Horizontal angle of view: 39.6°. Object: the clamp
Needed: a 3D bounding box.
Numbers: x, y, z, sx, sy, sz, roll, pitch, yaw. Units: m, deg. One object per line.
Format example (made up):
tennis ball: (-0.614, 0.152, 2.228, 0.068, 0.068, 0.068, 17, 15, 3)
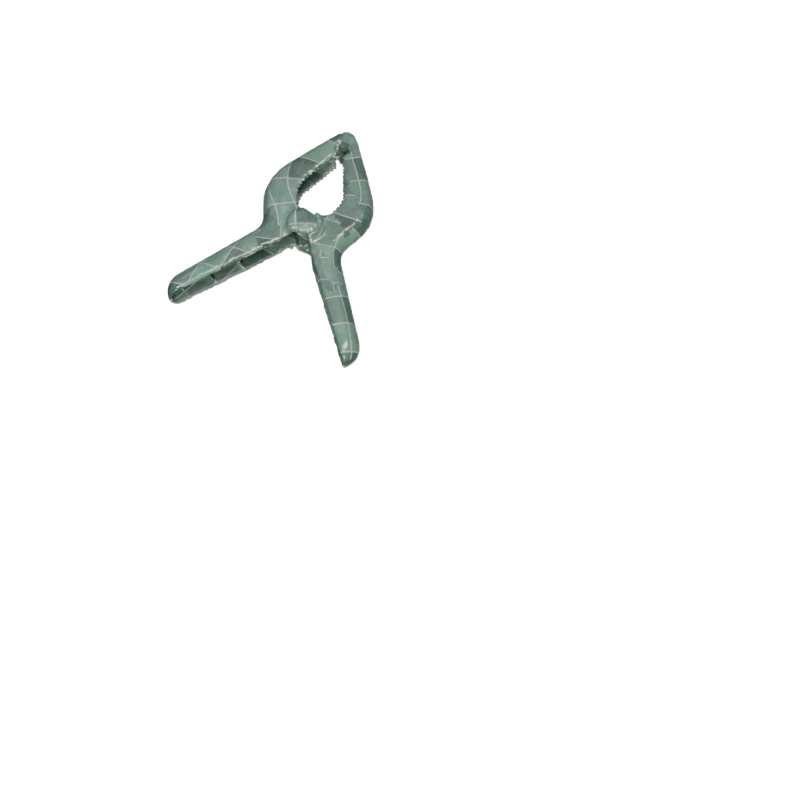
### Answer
clamp: (-0.073, -0.132, 0.926, 0.169, 0.216, 0.034, 25, -25, 13)
